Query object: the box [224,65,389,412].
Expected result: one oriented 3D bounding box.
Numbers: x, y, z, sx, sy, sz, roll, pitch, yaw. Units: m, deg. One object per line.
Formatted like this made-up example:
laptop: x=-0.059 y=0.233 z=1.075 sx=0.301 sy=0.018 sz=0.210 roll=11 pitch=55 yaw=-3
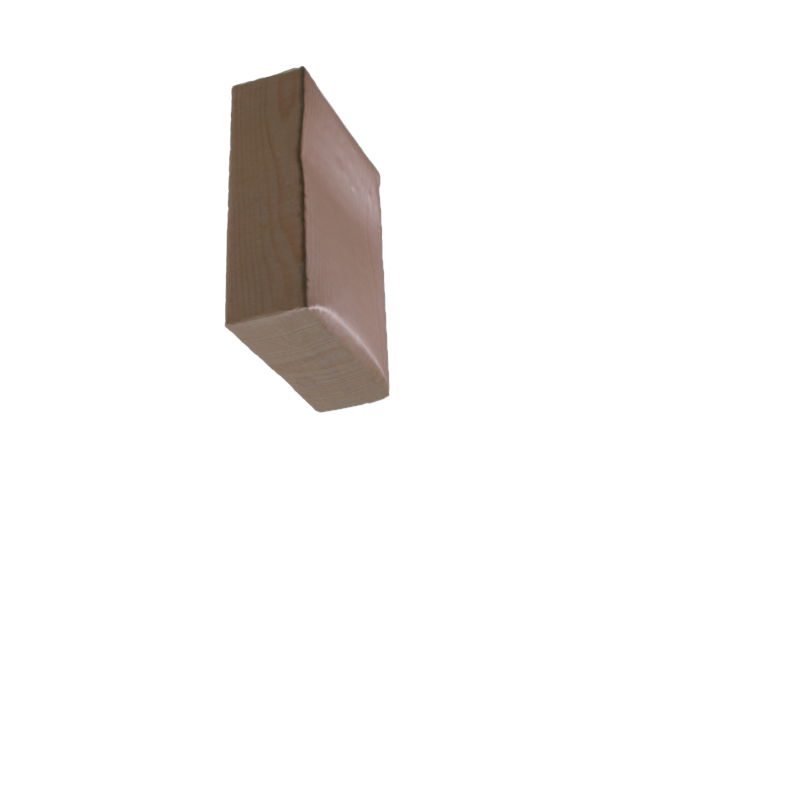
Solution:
box: x=-0.067 y=-0.122 z=0.851 sx=0.073 sy=0.228 sz=0.152 roll=-13 pitch=-31 yaw=18
